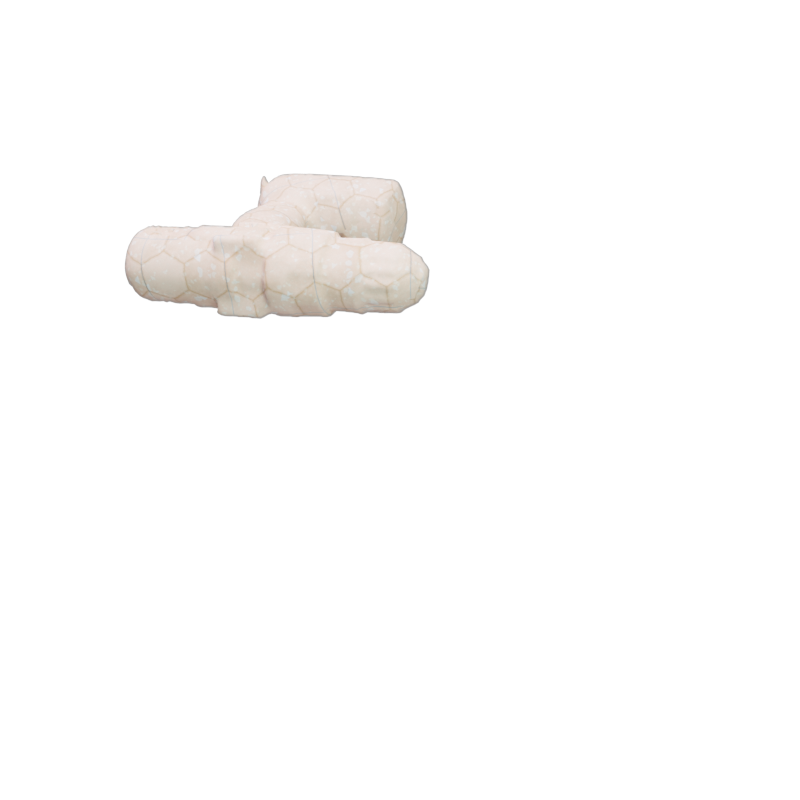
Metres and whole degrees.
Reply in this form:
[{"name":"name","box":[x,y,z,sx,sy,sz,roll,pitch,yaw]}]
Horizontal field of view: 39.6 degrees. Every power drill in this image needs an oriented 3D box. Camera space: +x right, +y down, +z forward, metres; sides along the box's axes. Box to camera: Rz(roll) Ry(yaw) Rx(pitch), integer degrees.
[{"name":"power drill","box":[-0.055,-0.101,0.705,0.189,0.055,0.190,6,21,17]}]
